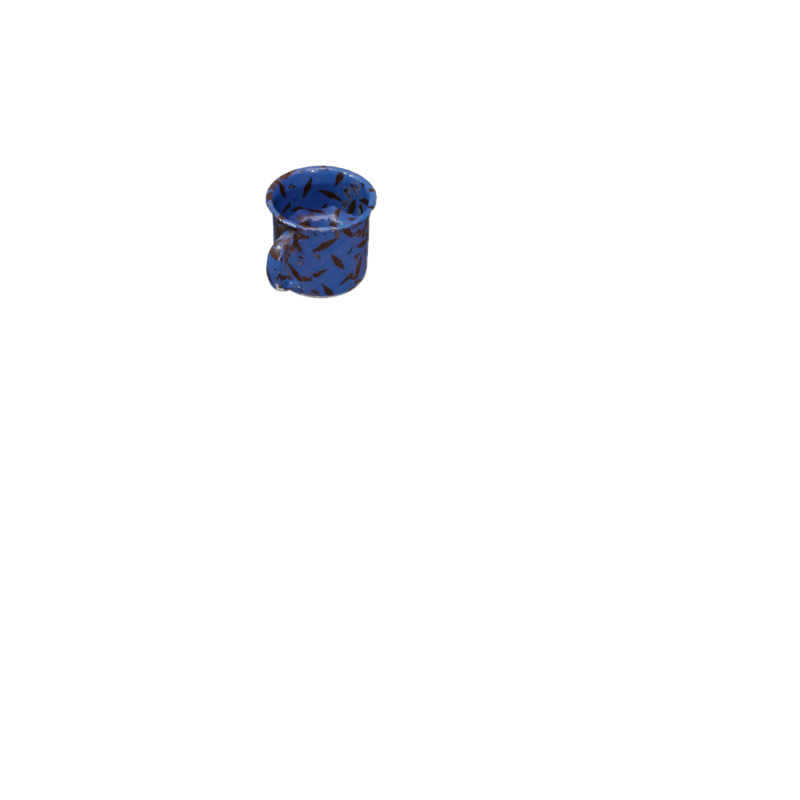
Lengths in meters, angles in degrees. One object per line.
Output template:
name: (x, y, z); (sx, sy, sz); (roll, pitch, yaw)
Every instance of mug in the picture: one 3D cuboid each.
mug: (-0.074, -0.134, 0.940); (0.098, 0.076, 0.120); (22, 46, 21)
